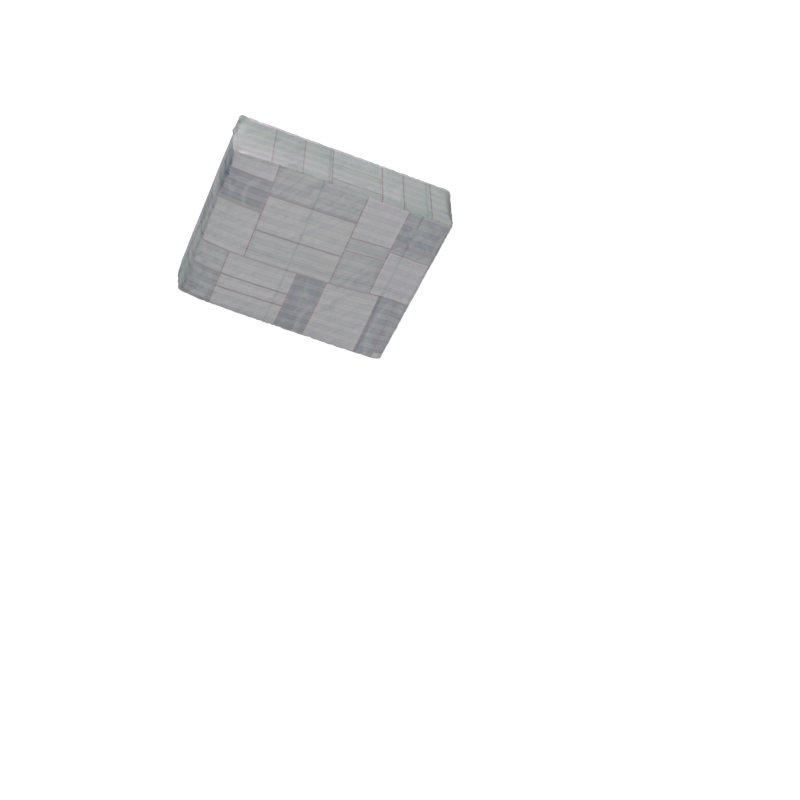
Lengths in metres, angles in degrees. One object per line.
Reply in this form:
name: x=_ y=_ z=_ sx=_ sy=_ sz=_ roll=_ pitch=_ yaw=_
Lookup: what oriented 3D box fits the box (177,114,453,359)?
box: x=-0.043 y=-0.078 z=0.545 sx=0.111 sy=0.086 sz=0.042 roll=18 pitch=34 yaw=-13
